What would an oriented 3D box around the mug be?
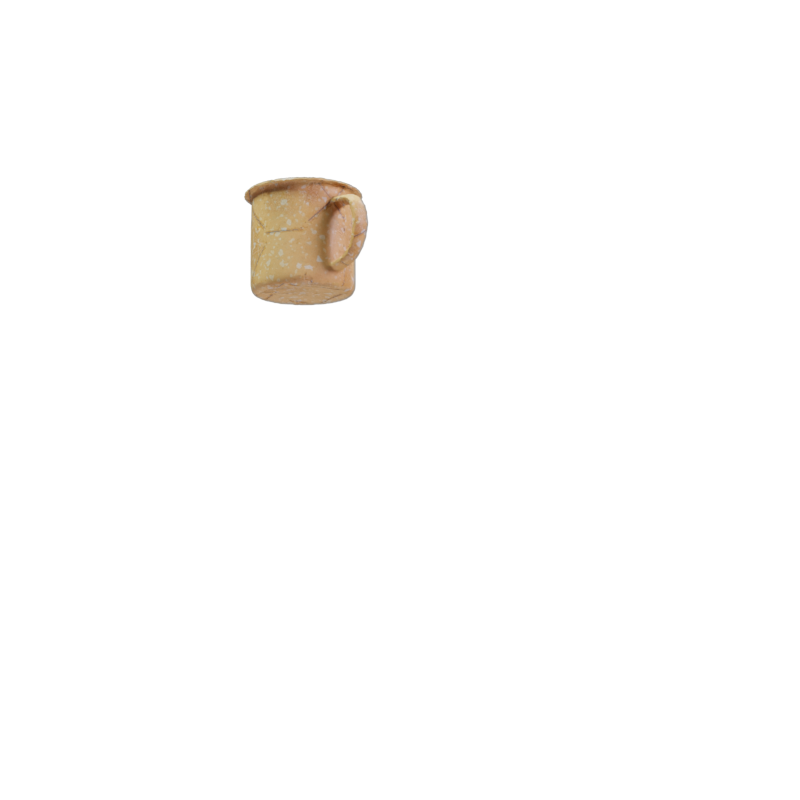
[{"bbox_3d":[-0.067,-0.122,0.856,0.088,0.084,0.120,10,-15,-43],"label":"mug"}]
